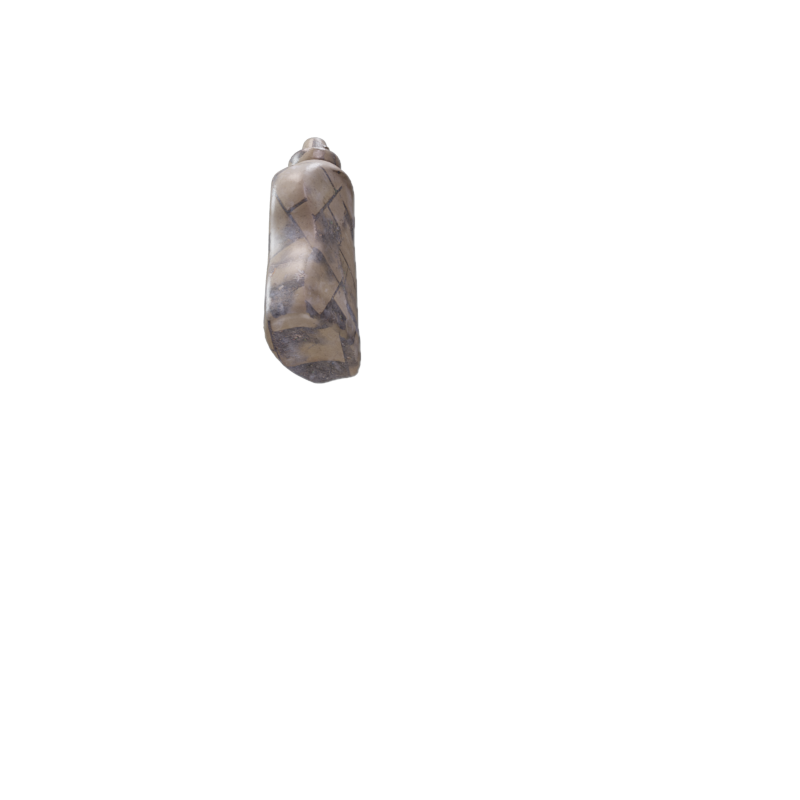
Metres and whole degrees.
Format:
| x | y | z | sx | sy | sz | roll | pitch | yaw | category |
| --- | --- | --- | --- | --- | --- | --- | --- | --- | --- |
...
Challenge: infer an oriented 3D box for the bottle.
| x | y | z | sx | sy | sz | roll | pitch | yaw | category |
| --- | --- | --- | --- | --- | --- | --- | --- | --- | --- |
| -0.063 | -0.116 | 0.810 | 0.059 | 0.205 | 0.089 | -16 | -36 | 18 | bottle |
